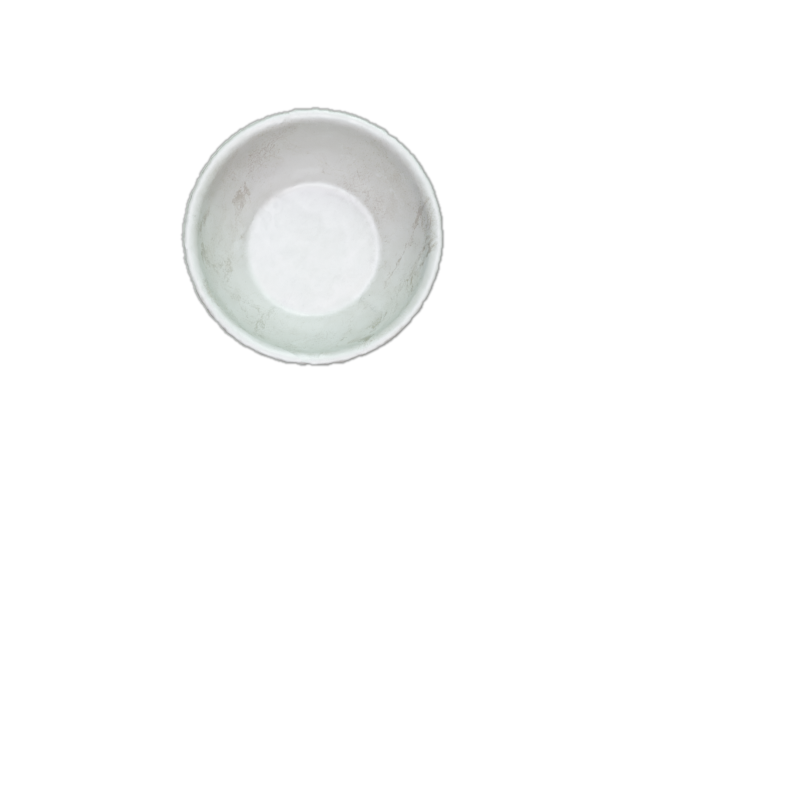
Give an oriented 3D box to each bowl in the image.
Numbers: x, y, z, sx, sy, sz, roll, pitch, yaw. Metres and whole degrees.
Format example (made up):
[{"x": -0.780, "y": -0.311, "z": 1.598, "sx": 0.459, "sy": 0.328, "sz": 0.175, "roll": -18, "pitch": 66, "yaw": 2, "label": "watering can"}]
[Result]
[{"x": -0.056, "y": -0.102, "z": 0.711, "sx": 0.162, "sy": 0.166, "sz": 0.054, "roll": 0, "pitch": -9, "yaw": -1, "label": "bowl"}]
